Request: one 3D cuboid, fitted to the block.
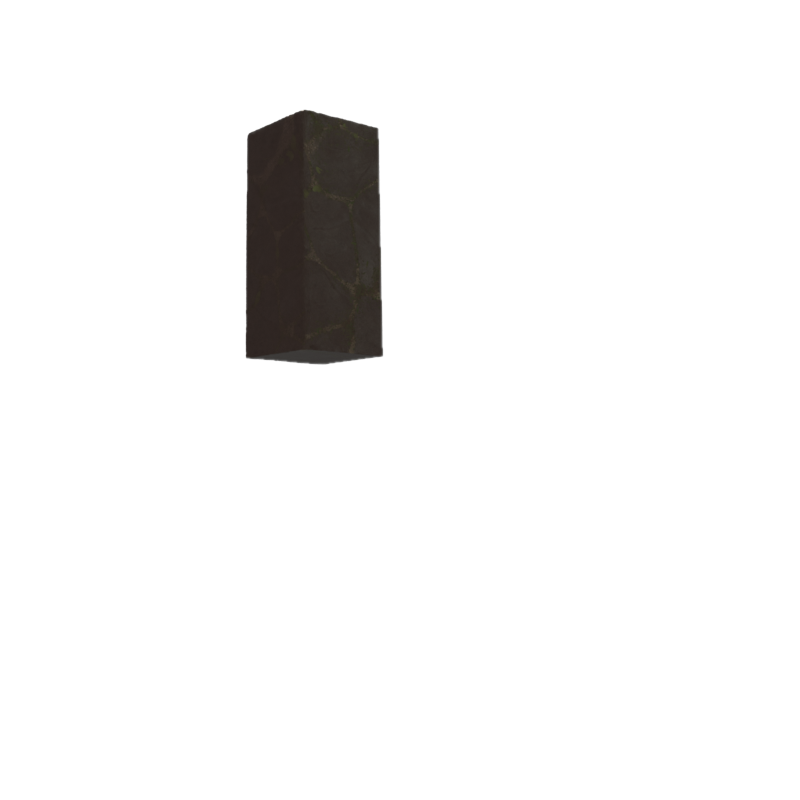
[{"bbox_3d":[-0.078,-0.141,0.985,0.086,0.212,0.092,8,-14,-39],"label":"block"}]
